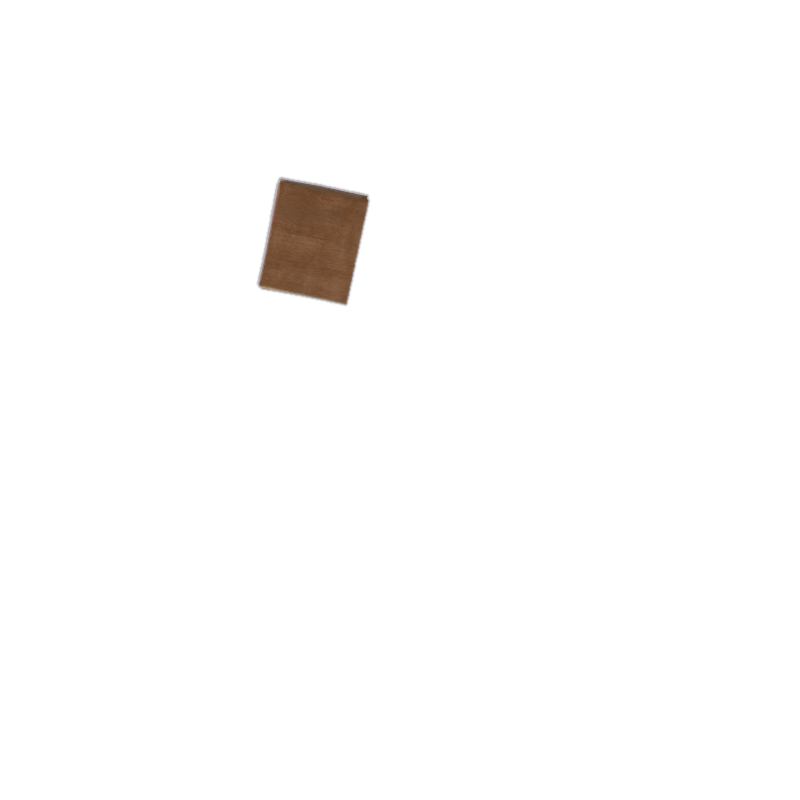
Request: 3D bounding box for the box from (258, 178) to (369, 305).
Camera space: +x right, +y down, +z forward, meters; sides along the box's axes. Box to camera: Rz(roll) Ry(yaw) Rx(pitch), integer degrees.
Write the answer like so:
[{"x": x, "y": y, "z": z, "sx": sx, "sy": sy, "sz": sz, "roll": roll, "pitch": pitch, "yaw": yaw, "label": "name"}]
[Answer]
[{"x": -0.069, "y": -0.126, "z": 0.886, "sx": 0.073, "sy": 0.087, "sz": 0.031, "roll": 11, "pitch": 11, "yaw": -3, "label": "box"}]
